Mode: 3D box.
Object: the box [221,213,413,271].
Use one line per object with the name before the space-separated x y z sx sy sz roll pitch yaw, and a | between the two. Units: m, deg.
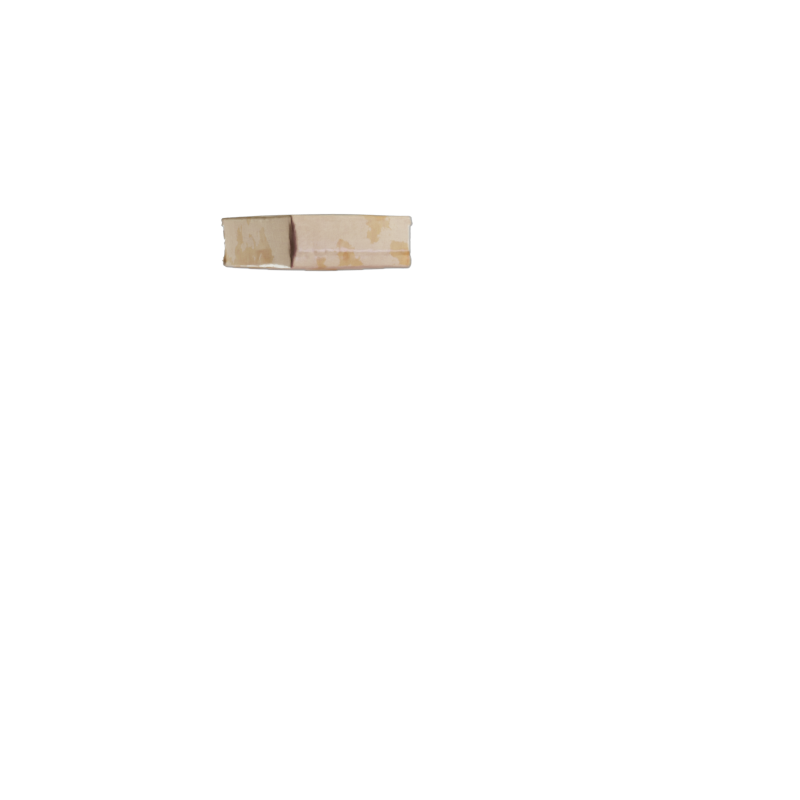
box | -0.058 -0.106 0.746 0.087 0.039 0.118 -3 6 -30
